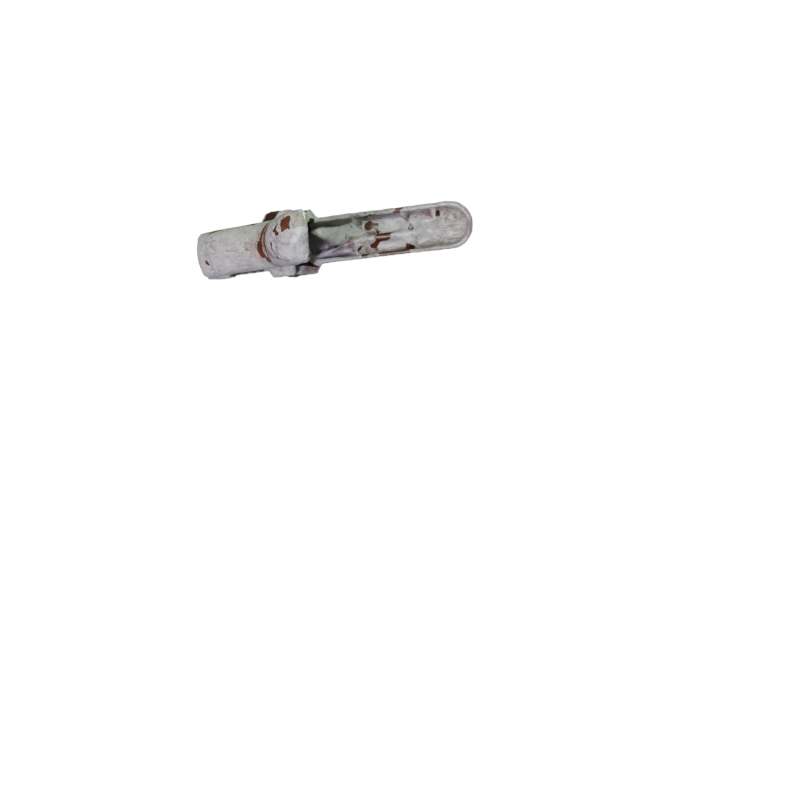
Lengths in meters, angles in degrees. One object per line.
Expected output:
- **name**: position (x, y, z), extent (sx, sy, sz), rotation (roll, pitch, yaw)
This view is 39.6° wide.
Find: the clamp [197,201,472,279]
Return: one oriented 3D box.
- **clamp**: position (-0.047, -0.086, 0.602), extent (0.116, 0.039, 0.178), rotation (-3, 5, -31)
